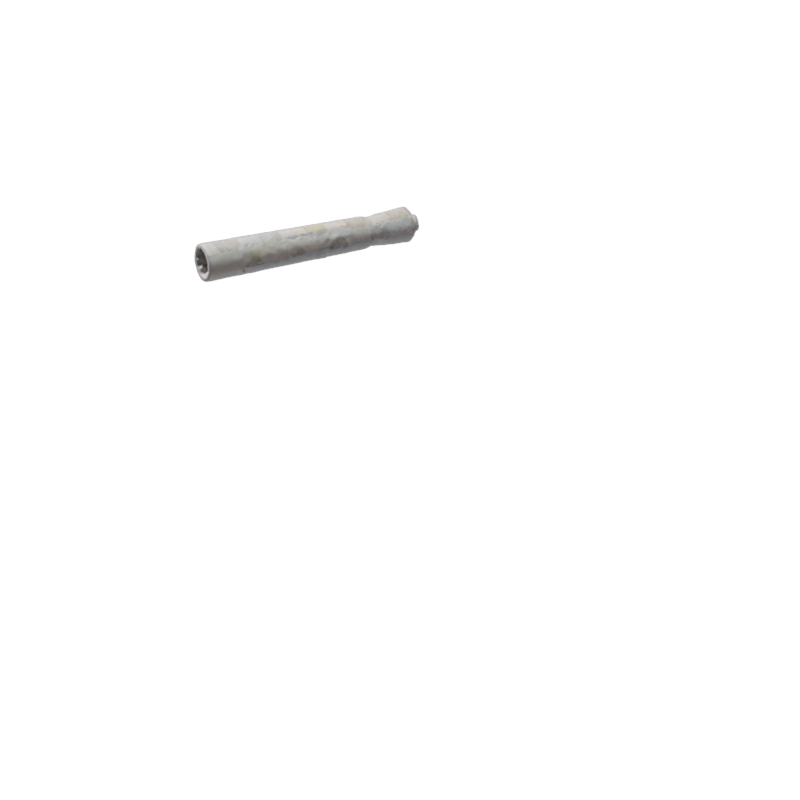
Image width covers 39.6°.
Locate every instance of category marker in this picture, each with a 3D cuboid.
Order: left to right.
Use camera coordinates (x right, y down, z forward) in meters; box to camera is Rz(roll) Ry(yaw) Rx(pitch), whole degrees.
[{"bbox_3d":[-0.043,-0.079,0.552,0.119,0.019,0.020,-15,11,-27],"label":"marker"}]
